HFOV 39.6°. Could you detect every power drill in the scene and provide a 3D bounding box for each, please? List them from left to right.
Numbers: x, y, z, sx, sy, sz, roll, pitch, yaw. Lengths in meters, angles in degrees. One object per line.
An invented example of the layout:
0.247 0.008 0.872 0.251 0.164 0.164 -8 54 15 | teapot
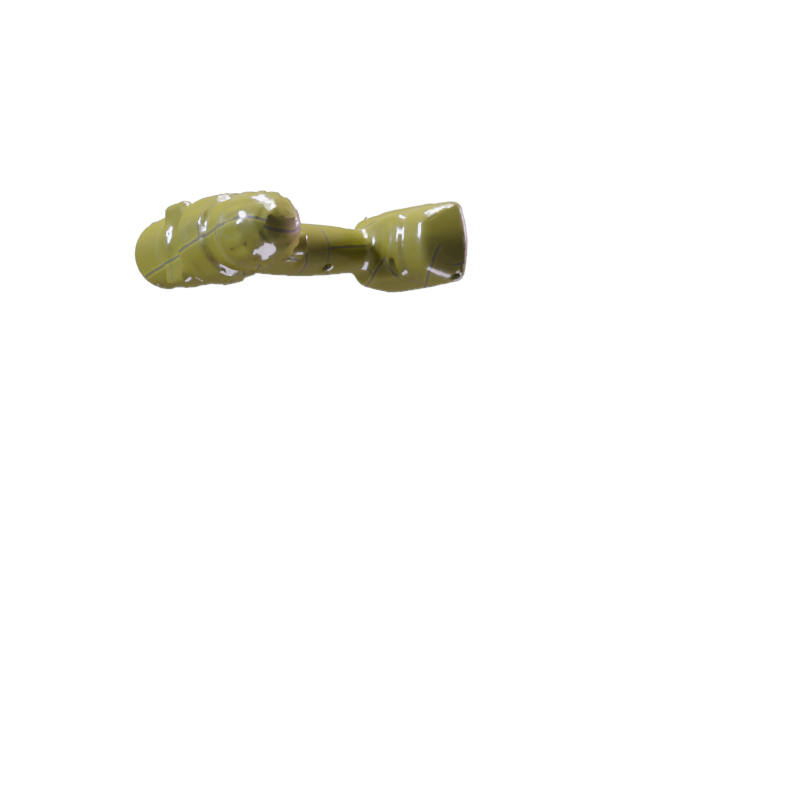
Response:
-0.054 -0.099 0.693 0.181 0.058 0.190 -1 3 -30 | power drill
